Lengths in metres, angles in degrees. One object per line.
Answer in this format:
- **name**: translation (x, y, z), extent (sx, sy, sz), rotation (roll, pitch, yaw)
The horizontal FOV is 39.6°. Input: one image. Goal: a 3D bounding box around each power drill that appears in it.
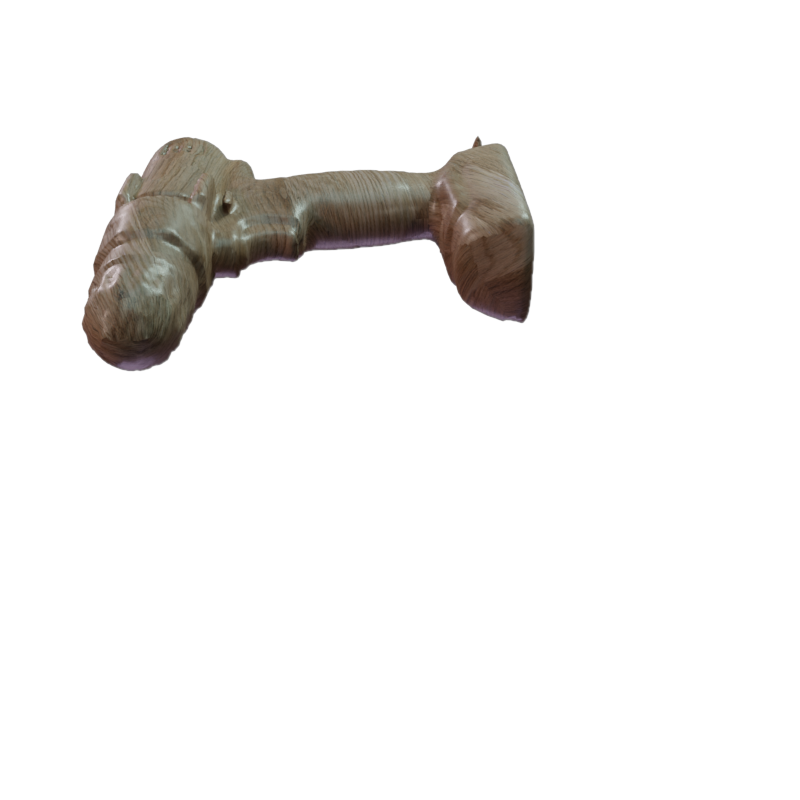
- **power drill**: translation (-0.039, -0.071, 0.497), extent (0.188, 0.054, 0.196), rotation (0, 33, 0)
